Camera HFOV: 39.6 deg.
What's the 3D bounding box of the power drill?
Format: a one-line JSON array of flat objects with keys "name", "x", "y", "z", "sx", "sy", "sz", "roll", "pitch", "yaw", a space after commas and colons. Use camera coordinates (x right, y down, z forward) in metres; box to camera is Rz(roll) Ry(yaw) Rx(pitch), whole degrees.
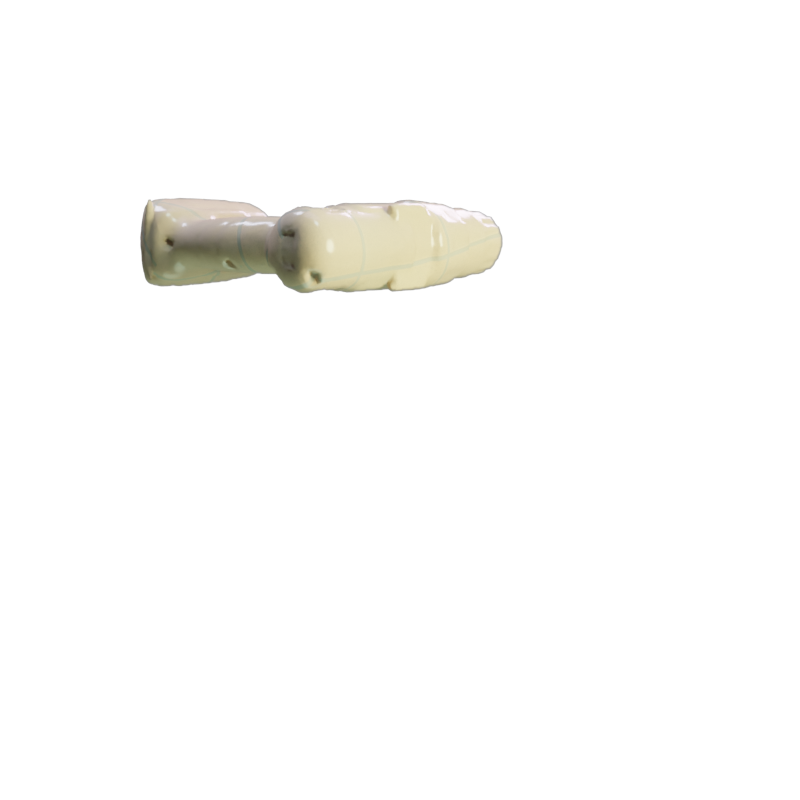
[{"name": "power drill", "x": -0.054, "y": -0.098, "z": 0.684, "sx": 0.196, "sy": 0.057, "sz": 0.178, "roll": 6, "pitch": 9, "yaw": 40}]
